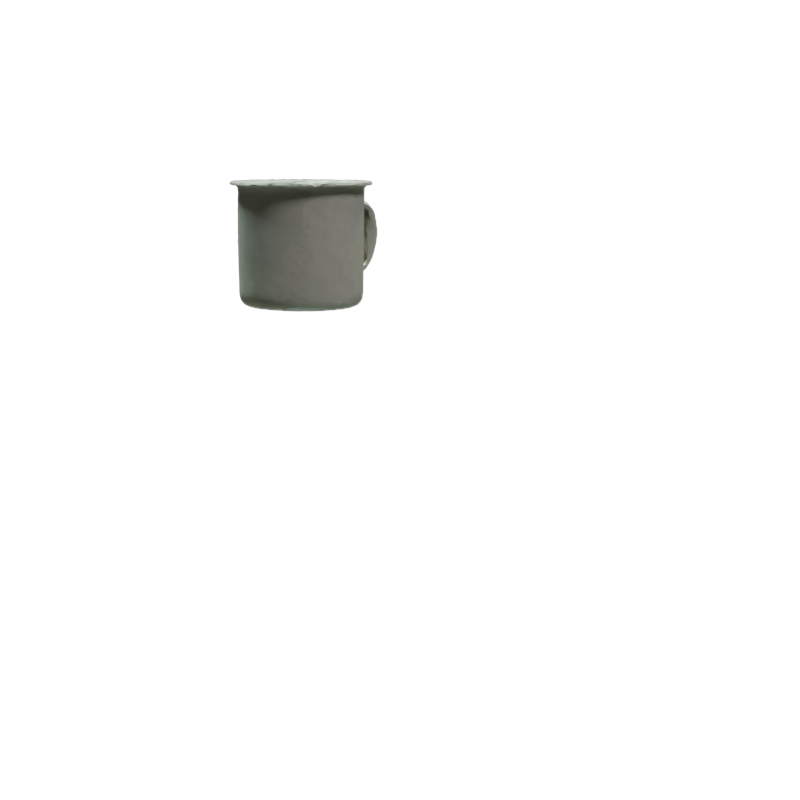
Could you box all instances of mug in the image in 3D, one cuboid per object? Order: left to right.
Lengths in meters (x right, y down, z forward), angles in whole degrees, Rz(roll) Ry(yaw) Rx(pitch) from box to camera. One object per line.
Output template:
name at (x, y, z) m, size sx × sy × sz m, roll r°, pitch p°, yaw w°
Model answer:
mug at (-0.058, -0.105, 0.735) m, size 0.097 × 0.080 × 0.114 m, roll 8°, pitch 12°, yaw 38°
